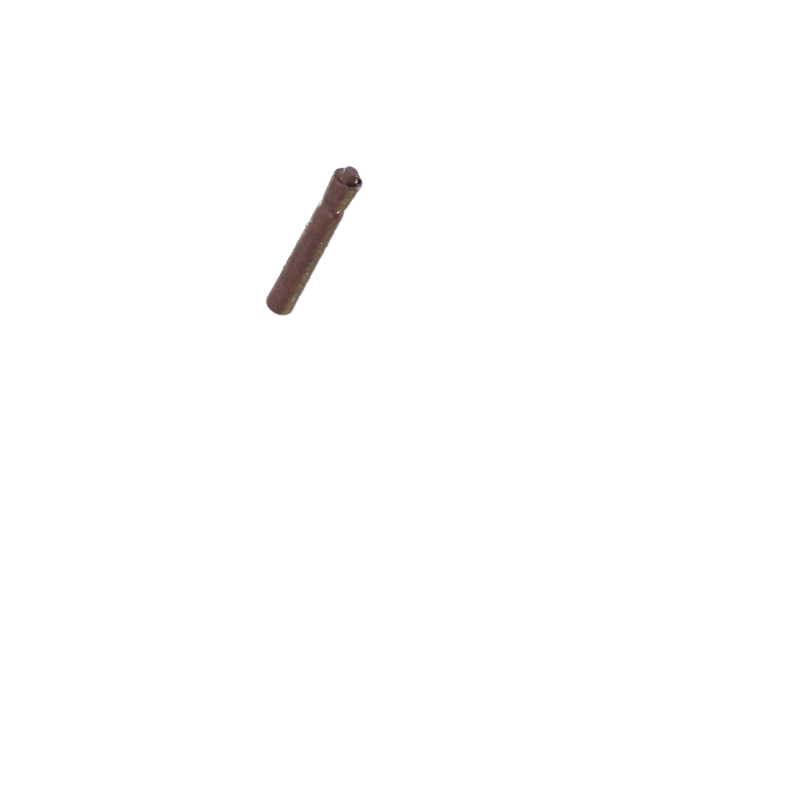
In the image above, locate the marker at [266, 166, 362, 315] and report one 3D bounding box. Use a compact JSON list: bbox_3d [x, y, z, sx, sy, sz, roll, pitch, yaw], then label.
[{"bbox_3d":[-0.054,-0.098,0.684,0.019,0.021,0.116,-1,-38,-34],"label":"marker"}]
